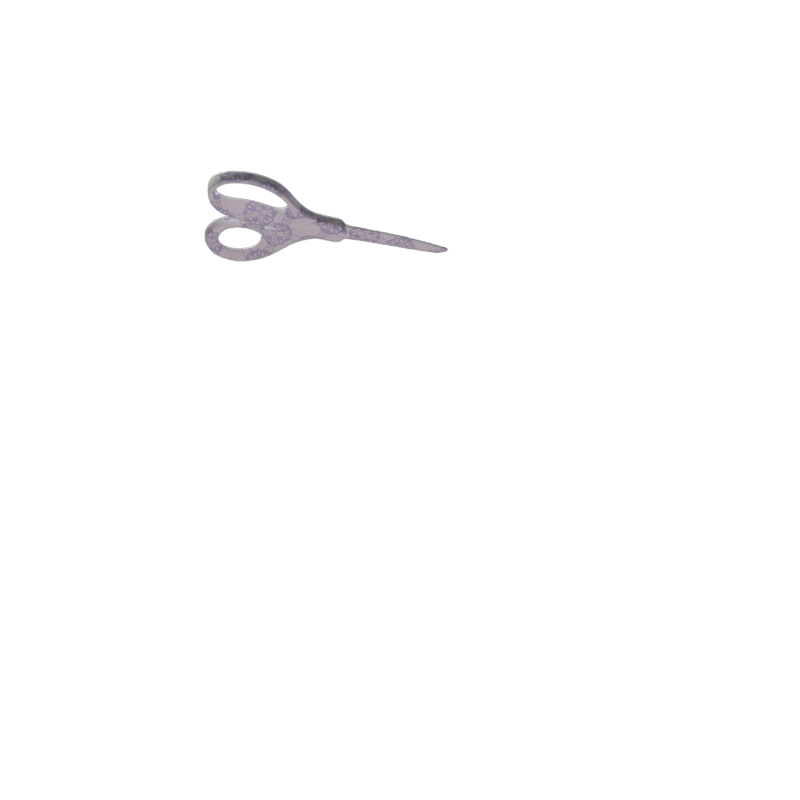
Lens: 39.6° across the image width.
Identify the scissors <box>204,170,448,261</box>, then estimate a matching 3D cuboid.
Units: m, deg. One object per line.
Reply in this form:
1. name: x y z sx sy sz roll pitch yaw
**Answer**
1. scissors: -0.070 -0.129 0.900 0.193 0.017 0.093 21 -46 -22
